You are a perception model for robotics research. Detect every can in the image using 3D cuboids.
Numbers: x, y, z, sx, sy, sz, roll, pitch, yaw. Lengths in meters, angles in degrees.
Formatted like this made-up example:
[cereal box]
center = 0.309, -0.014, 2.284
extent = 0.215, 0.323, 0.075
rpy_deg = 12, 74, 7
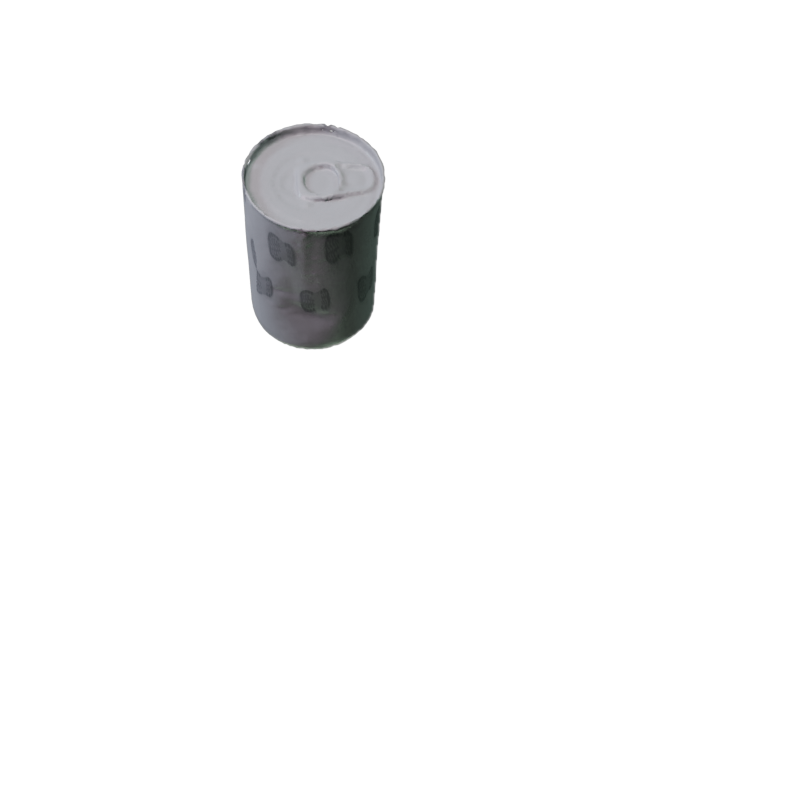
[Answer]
[can]
center = -0.044, -0.080, 0.561
extent = 0.068, 0.073, 0.096
rpy_deg = 0, -34, -3
